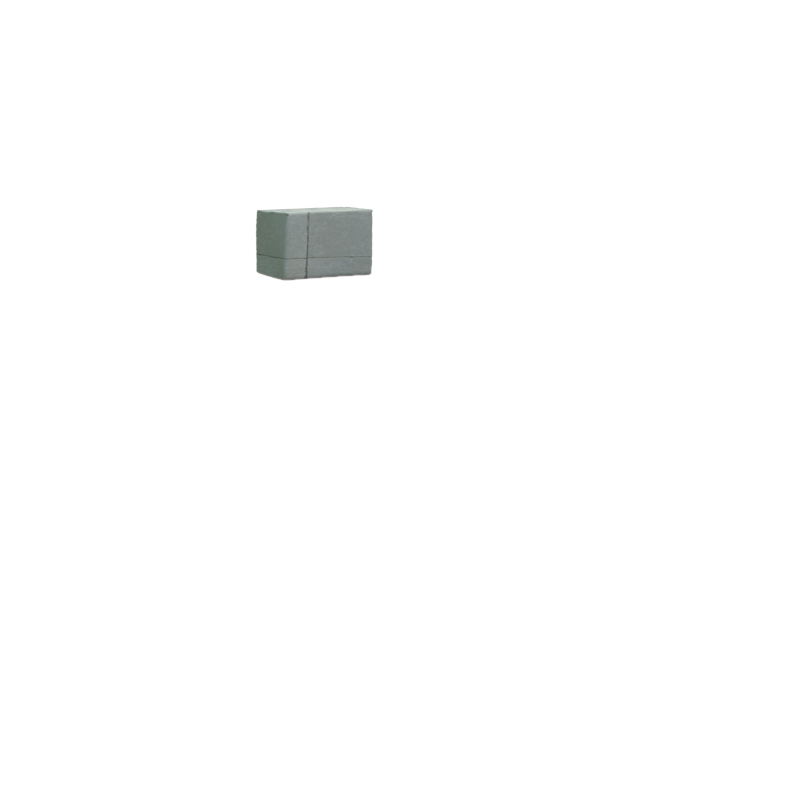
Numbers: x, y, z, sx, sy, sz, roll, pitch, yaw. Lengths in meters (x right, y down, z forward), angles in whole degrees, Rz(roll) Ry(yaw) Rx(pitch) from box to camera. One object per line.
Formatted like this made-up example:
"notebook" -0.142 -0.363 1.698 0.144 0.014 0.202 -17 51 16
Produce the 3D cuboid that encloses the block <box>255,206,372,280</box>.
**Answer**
"block" -0.067 -0.123 0.861 0.076 0.050 0.055 -7 12 -31
